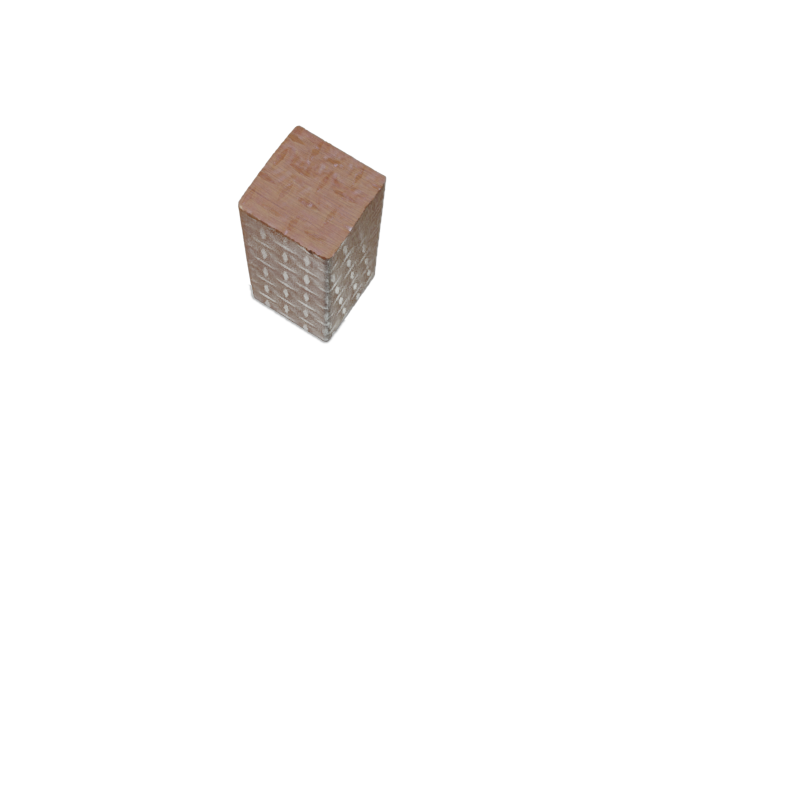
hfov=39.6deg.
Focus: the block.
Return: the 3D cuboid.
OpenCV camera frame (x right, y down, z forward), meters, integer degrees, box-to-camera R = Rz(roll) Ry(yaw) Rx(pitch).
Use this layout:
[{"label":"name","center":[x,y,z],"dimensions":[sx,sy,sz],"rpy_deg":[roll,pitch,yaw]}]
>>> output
[{"label":"block","center":[-0.077,-0.139,0.974],"dimensions":[0.093,0.092,0.197],"rpy_deg":[32,-17,6]}]
